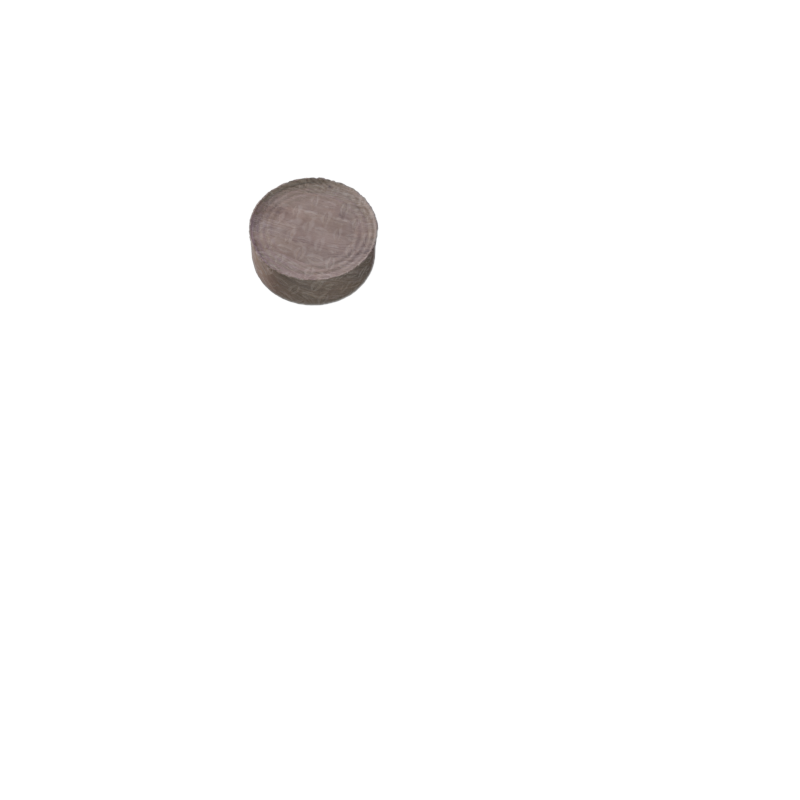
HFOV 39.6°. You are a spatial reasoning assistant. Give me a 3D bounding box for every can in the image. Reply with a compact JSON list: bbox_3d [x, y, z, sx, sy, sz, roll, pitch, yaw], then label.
[{"bbox_3d":[-0.058,-0.107,0.746,0.086,0.092,0.031,-1,-34,-1],"label":"can"}]
